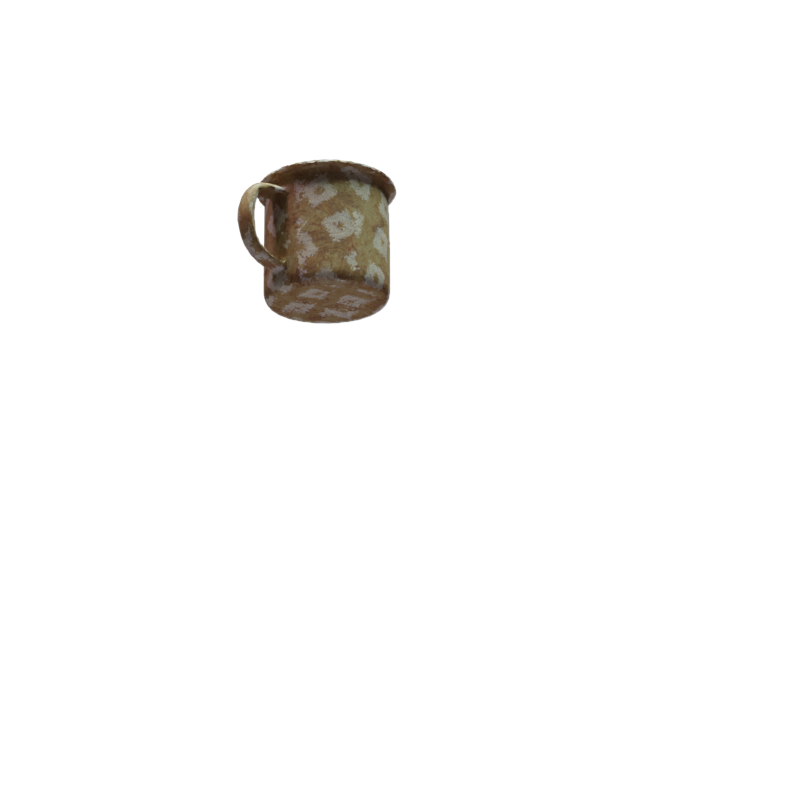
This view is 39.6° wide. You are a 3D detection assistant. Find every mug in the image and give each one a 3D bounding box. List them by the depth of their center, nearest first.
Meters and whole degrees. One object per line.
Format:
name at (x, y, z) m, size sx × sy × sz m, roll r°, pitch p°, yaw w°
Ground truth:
mug at (-0.056, -0.102, 0.718) m, size 0.094 × 0.086 × 0.110 m, roll -19°, pitch -26°, yaw 41°
